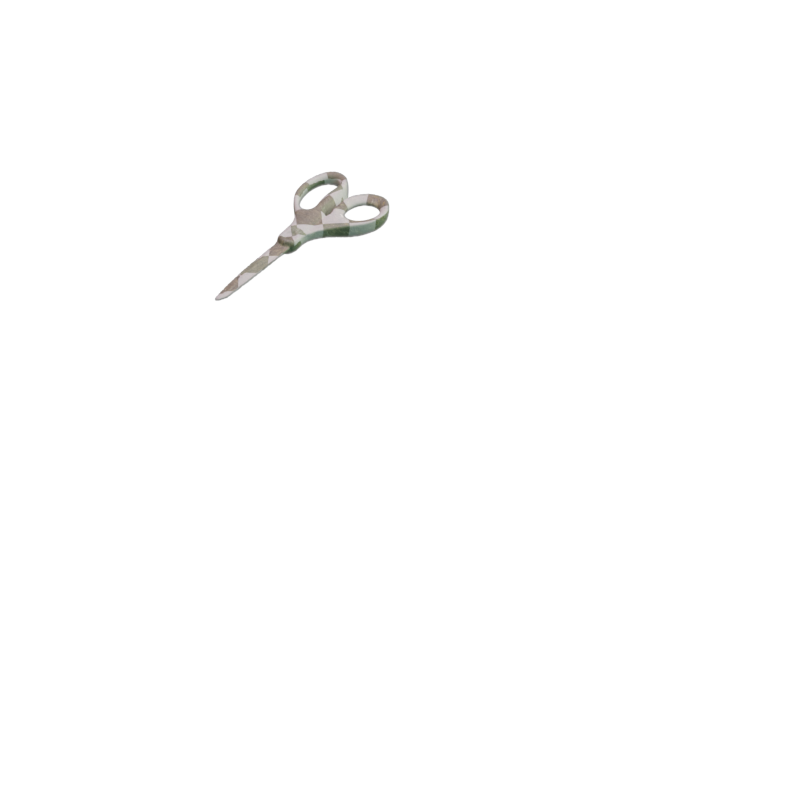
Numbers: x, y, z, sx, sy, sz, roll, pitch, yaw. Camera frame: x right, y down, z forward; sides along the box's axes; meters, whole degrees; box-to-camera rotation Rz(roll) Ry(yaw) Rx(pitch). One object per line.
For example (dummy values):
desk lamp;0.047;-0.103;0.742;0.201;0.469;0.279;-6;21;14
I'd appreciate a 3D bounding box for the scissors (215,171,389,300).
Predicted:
scissors;-0.075;-0.136;0.952;0.099;0.015;0.211;12;43;13
